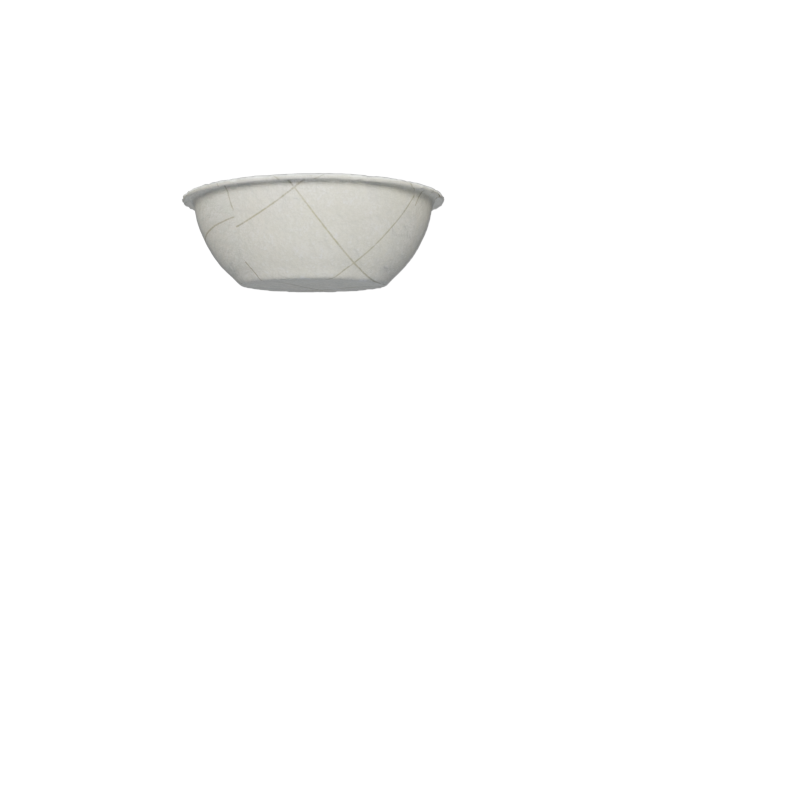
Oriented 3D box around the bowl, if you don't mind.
[{"bbox_3d":[-0.054,-0.098,0.684,0.162,0.056,0.161,0,0,-2],"label":"bowl"}]
